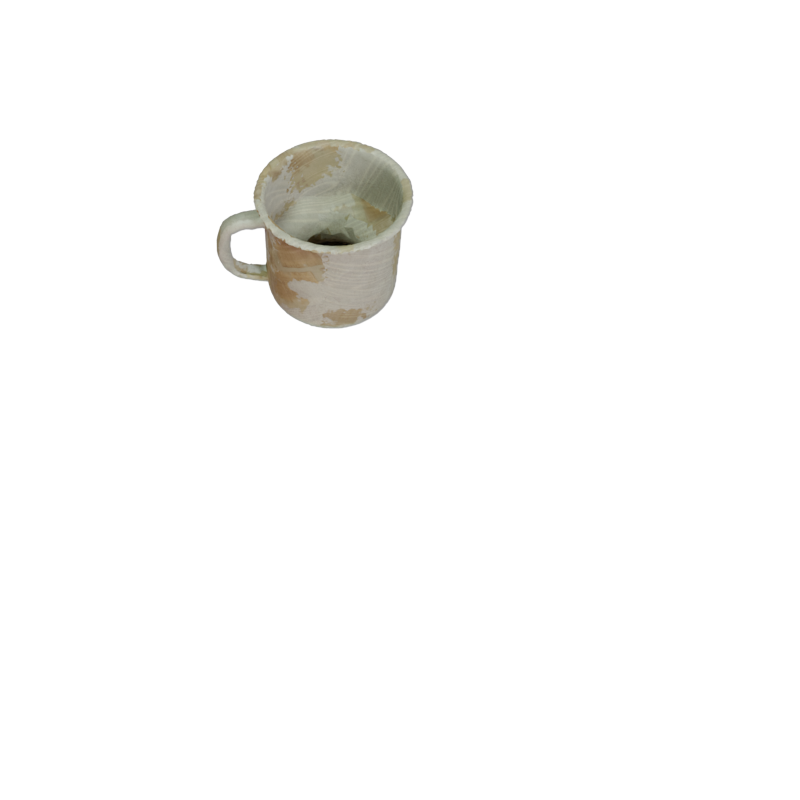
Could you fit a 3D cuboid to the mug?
[{"bbox_3d":[-0.053,-0.096,0.673,0.116,0.101,0.076,-9,-37,-8],"label":"mug"}]
